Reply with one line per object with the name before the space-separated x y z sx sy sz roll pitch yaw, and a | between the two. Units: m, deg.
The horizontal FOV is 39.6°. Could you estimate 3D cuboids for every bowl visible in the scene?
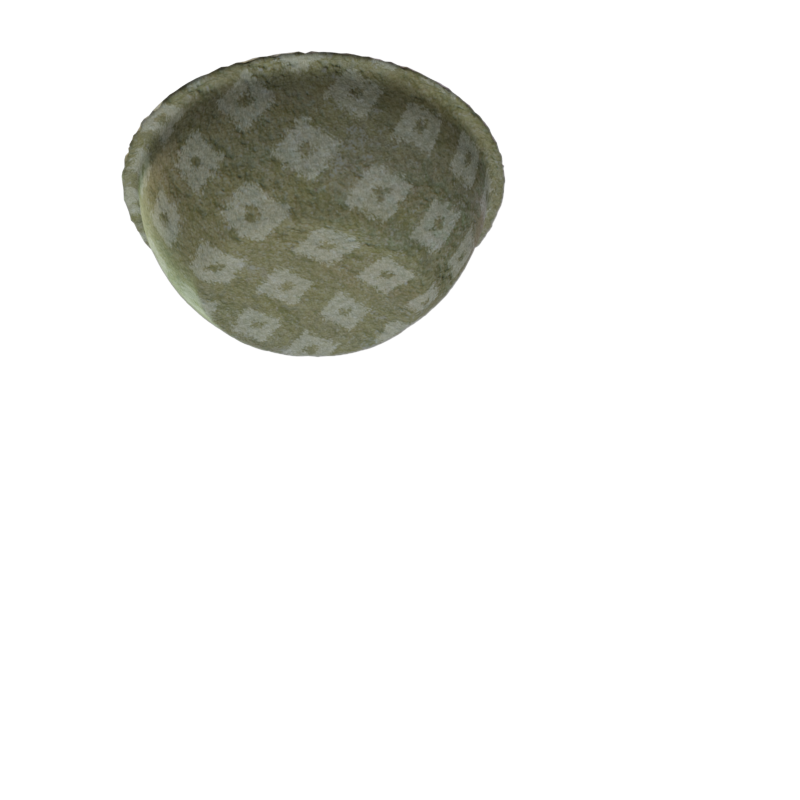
bowl | -0.036 -0.065 0.456 0.162 0.059 0.151 1 -35 -2
